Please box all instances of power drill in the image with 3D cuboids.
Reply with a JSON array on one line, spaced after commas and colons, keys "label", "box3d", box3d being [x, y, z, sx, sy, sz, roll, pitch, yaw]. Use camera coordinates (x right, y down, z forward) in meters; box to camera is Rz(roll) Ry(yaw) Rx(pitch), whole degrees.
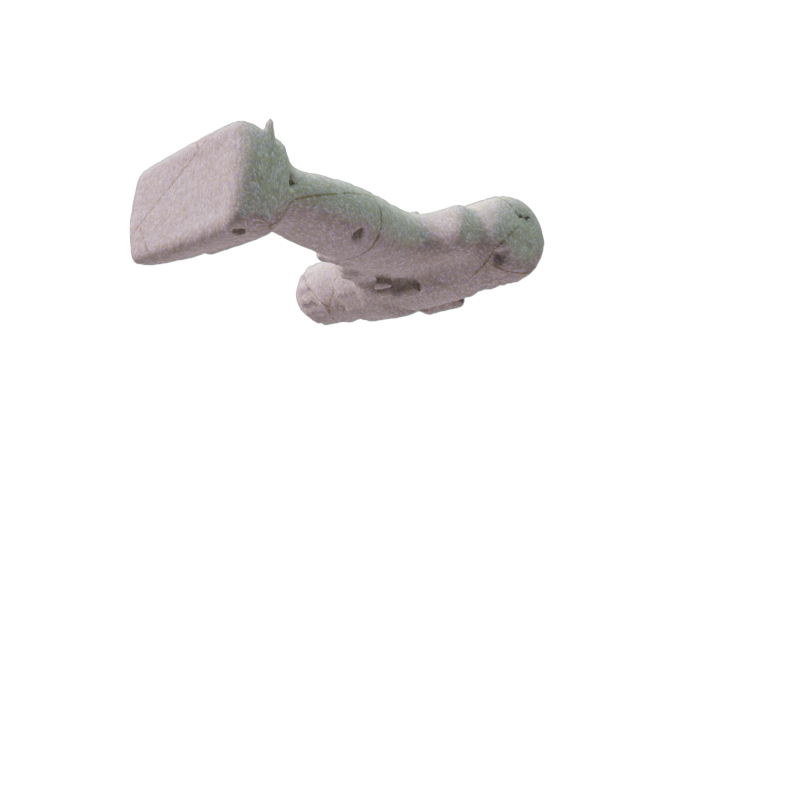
[{"label": "power drill", "box3d": [-0.047, -0.085, 0.599, 0.178, 0.059, 0.187, 10, -15, -39]}]
